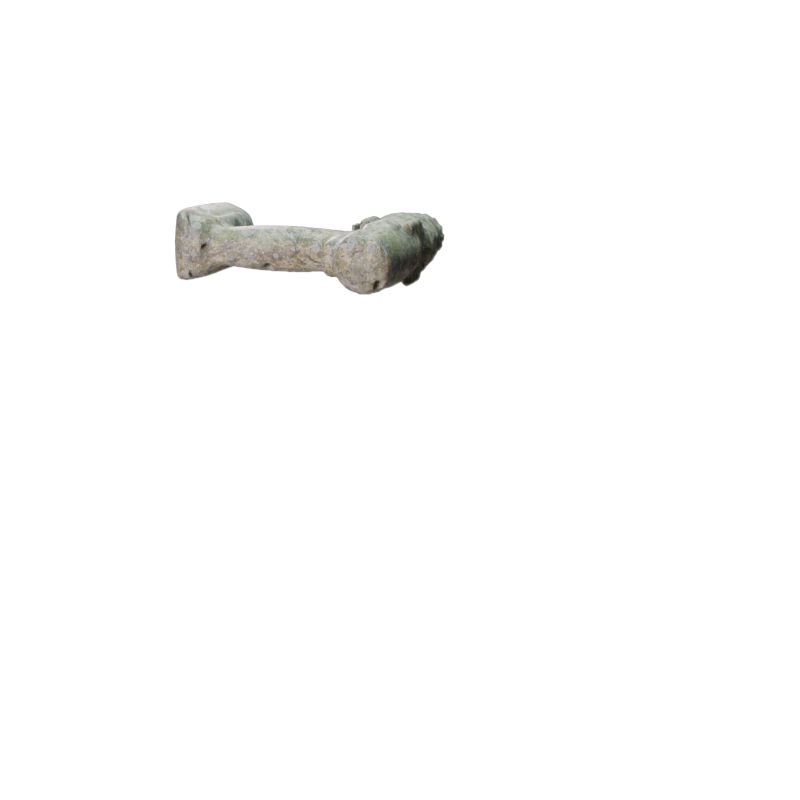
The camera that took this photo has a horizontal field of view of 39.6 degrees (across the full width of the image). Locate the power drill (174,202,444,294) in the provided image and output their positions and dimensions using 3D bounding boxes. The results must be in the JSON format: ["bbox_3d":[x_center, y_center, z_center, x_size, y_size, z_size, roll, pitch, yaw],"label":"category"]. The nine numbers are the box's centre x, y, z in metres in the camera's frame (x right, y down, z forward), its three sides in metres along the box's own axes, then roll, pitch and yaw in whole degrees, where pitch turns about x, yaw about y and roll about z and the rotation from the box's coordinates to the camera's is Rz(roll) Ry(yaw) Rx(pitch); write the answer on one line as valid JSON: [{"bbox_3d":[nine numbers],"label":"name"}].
[{"bbox_3d":[-0.068,-0.125,0.874,0.193,0.056,0.184,4,14,18],"label":"power drill"}]
